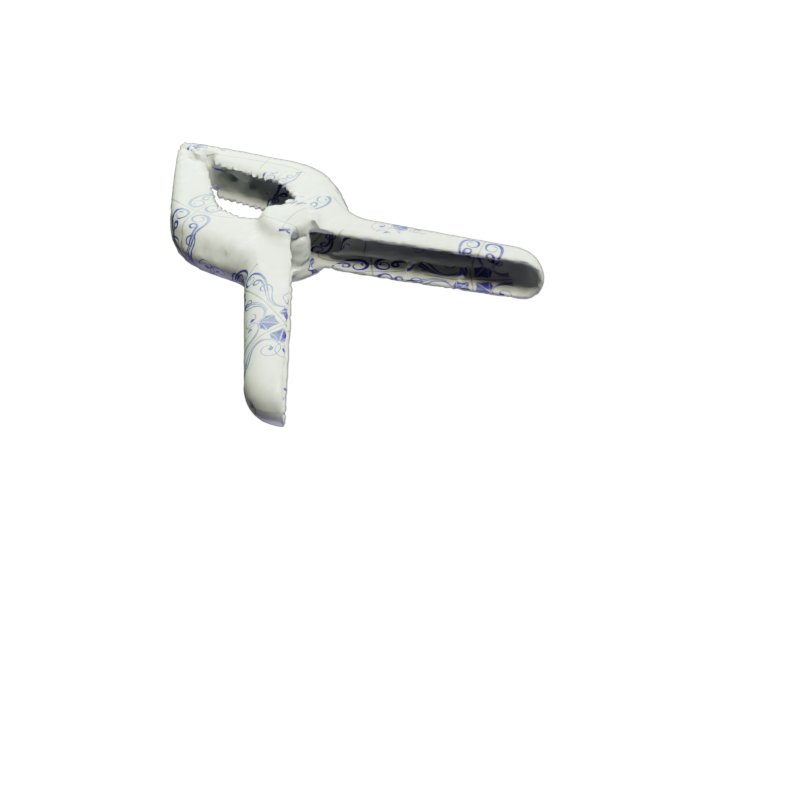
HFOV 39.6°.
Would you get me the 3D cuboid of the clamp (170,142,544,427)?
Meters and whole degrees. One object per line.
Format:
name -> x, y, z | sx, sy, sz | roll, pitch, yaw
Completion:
clamp -> -0.044, -0.080, 0.562 | 0.163, 0.034, 0.227 | -21, 43, -24
